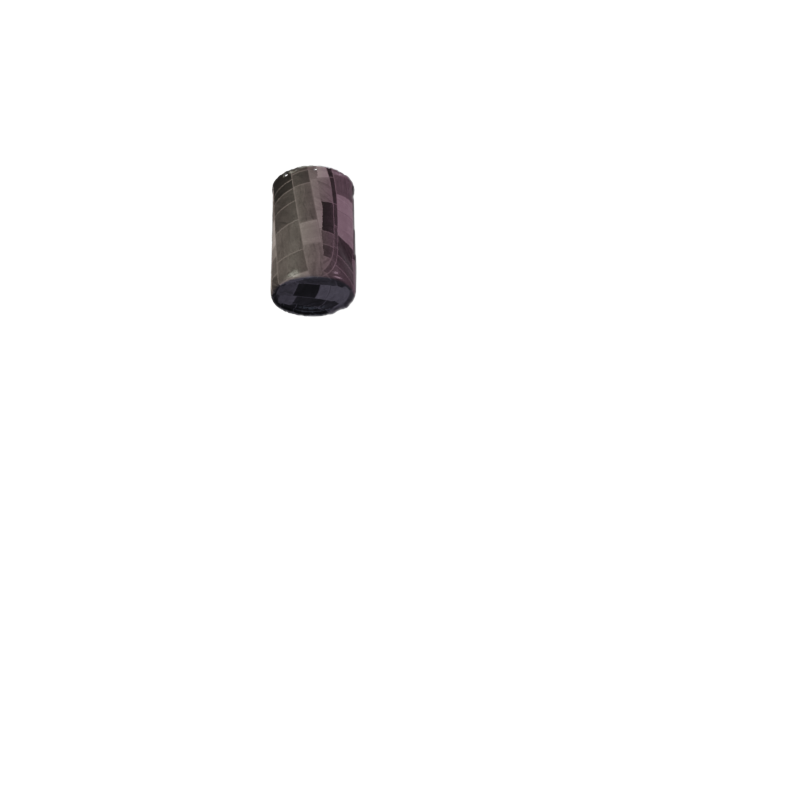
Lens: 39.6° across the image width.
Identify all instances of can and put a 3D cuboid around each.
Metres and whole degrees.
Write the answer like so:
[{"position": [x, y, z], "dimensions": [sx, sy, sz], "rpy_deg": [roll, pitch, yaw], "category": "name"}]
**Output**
[{"position": [-0.069, -0.126, 0.885], "dimensions": [0.068, 0.109, 0.064], "rpy_deg": [0, -29, -2], "category": "can"}]
